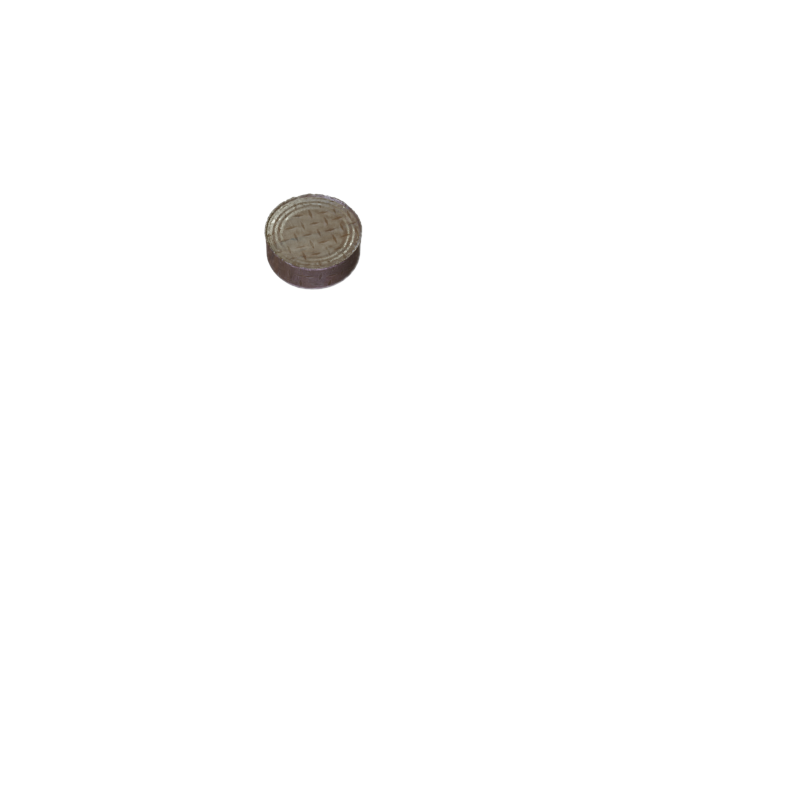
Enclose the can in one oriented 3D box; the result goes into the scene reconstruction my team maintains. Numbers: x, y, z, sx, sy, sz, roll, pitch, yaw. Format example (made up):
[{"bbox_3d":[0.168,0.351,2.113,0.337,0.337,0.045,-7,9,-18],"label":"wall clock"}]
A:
[{"bbox_3d":[-0.077,-0.140,0.983,0.086,0.092,0.031,-1,-36,-1],"label":"can"}]
